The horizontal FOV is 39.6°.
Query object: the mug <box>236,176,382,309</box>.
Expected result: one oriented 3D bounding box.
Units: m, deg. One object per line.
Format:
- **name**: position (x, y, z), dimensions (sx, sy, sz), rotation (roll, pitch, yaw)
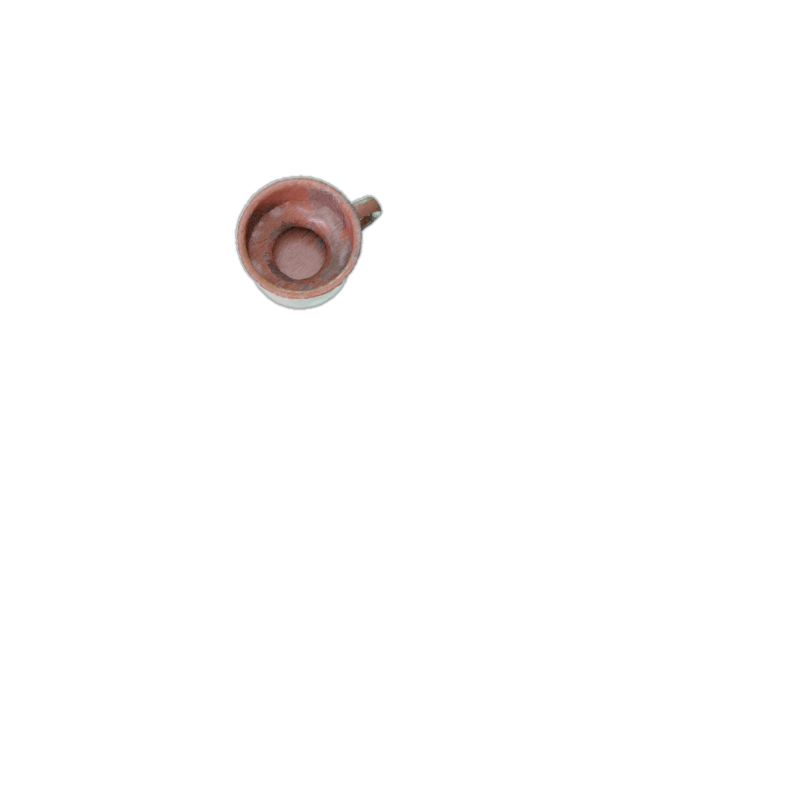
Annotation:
- **mug**: position (-0.067, -0.122, 0.855), dimensions (0.117, 0.096, 0.079), rotation (-32, -8, -7)
